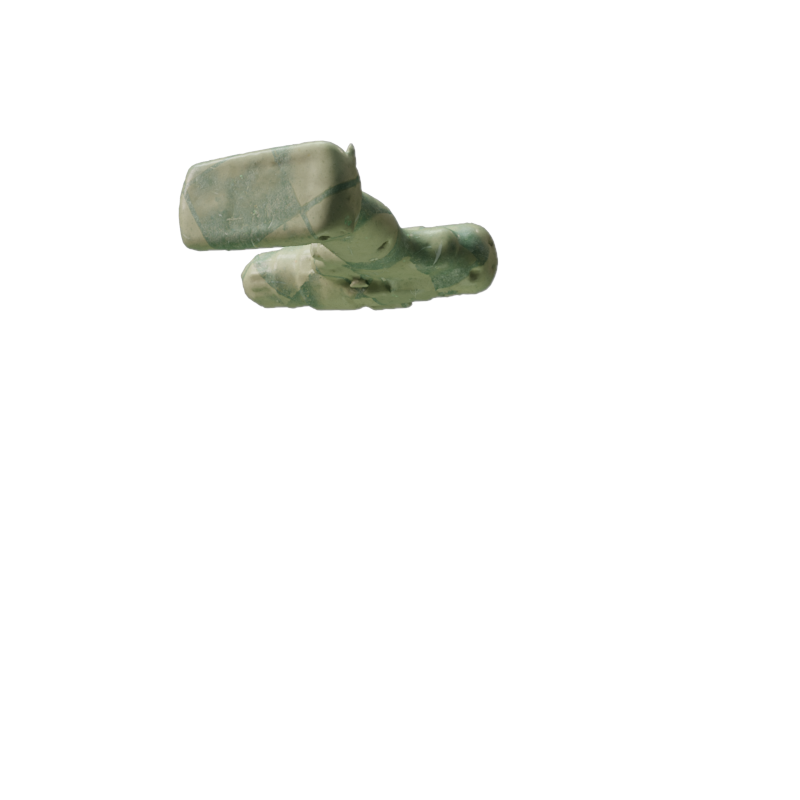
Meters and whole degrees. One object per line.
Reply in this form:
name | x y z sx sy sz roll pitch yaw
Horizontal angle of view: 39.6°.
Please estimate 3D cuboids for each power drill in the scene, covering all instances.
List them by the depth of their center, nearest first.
power drill | -0.054 -0.098 0.685 0.189 0.059 0.177 -5 -10 26
